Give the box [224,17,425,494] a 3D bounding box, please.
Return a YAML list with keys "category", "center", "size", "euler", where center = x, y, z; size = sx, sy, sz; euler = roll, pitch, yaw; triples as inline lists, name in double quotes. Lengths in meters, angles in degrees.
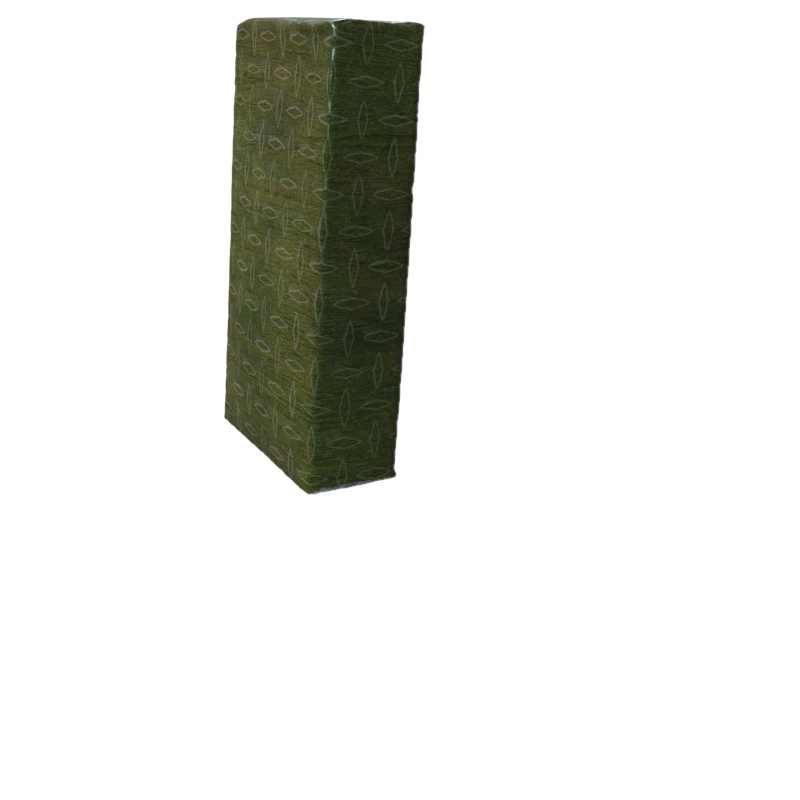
- category: "box"
  center: [-0.035, -0.063, 0.444]
  size: [0.047, 0.171, 0.099]
  euler: [-6, 15, -28]
